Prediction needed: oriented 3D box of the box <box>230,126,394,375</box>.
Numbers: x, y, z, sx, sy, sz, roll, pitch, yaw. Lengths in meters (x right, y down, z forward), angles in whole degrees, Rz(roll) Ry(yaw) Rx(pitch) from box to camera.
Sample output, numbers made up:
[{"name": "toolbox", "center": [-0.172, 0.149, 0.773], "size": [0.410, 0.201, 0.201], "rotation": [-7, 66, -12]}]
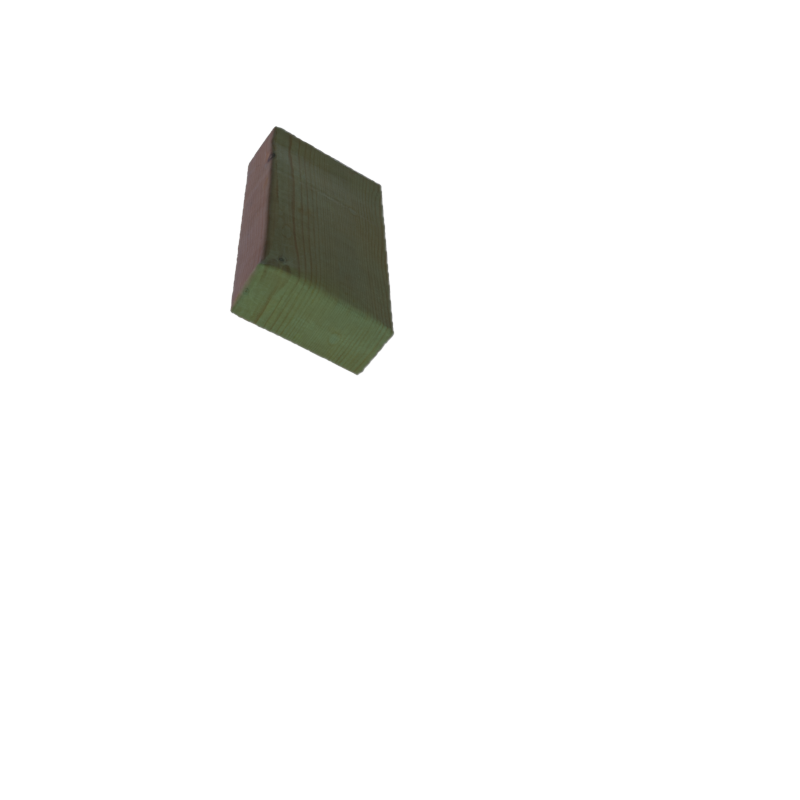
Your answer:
[{"name": "box", "center": [-0.056, -0.102, 0.717], "size": [0.090, 0.047, 0.188], "rotation": [26, 30, -20]}]
